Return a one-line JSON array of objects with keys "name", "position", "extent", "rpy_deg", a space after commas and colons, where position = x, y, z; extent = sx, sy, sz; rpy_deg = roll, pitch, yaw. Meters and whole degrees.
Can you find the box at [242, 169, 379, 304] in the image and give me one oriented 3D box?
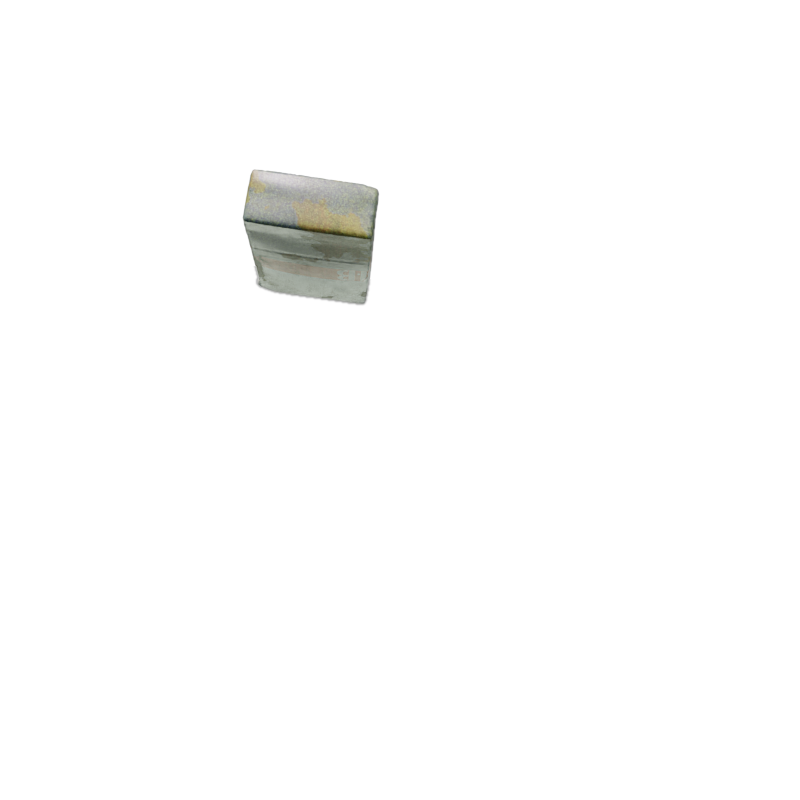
[{"name": "box", "position": [-0.066, -0.121, 0.847], "extent": [0.093, 0.050, 0.170], "rpy_deg": [9, -14, -1]}]
